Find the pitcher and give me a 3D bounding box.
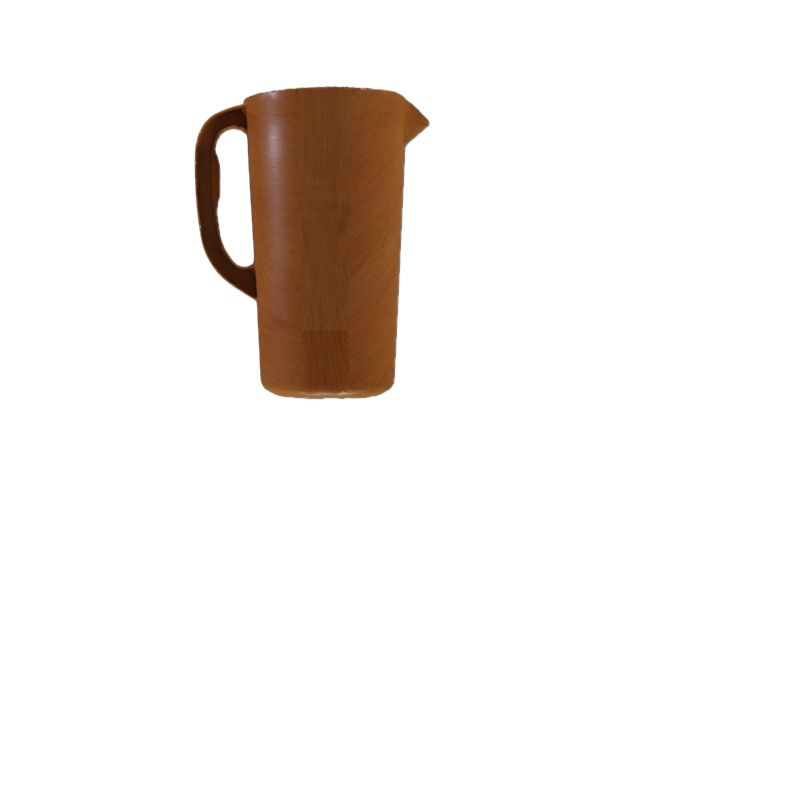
[{"bbox_3d":[-0.070,-0.127,0.890,0.155,0.244,0.139,0,1,39],"label":"pitcher"}]
